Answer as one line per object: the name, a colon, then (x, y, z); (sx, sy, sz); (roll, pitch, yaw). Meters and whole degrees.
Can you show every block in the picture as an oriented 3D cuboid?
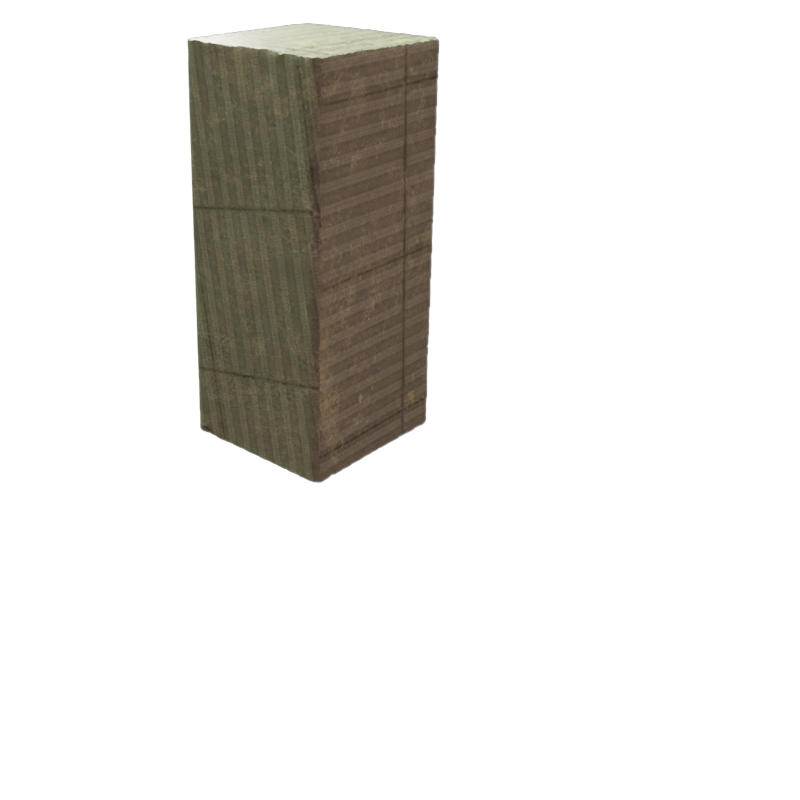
block: (-0.044, -0.081, 0.563); (0.095, 0.197, 0.090); (17, 26, 36)
